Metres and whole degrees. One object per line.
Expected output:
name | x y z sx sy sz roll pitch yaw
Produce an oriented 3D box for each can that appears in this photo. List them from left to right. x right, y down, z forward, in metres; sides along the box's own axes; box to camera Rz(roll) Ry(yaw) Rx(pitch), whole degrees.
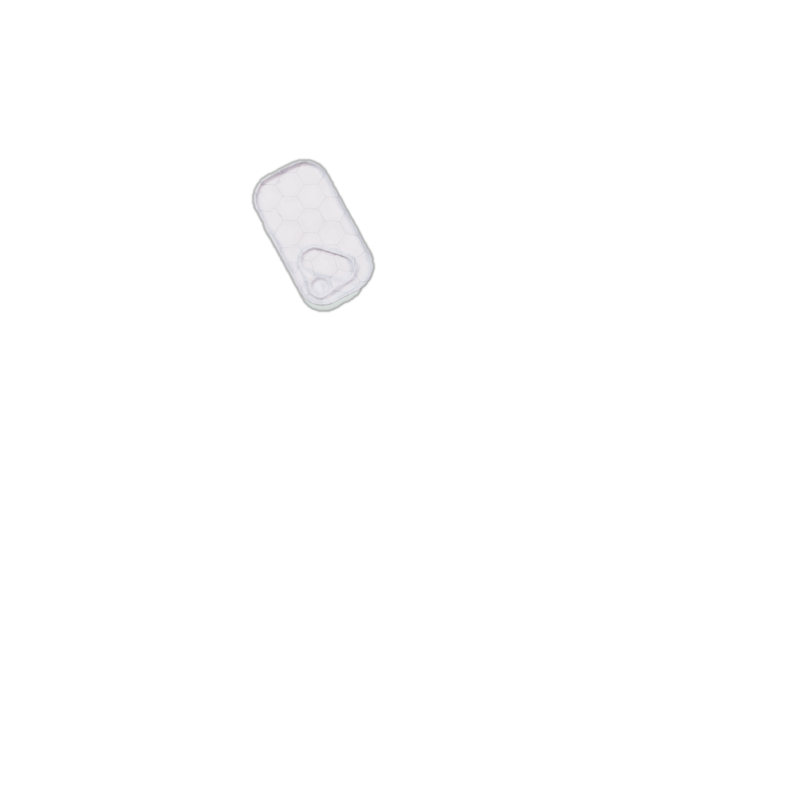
can | -0.064 -0.116 0.816 0.057 0.104 0.082 -28 -5 -5
